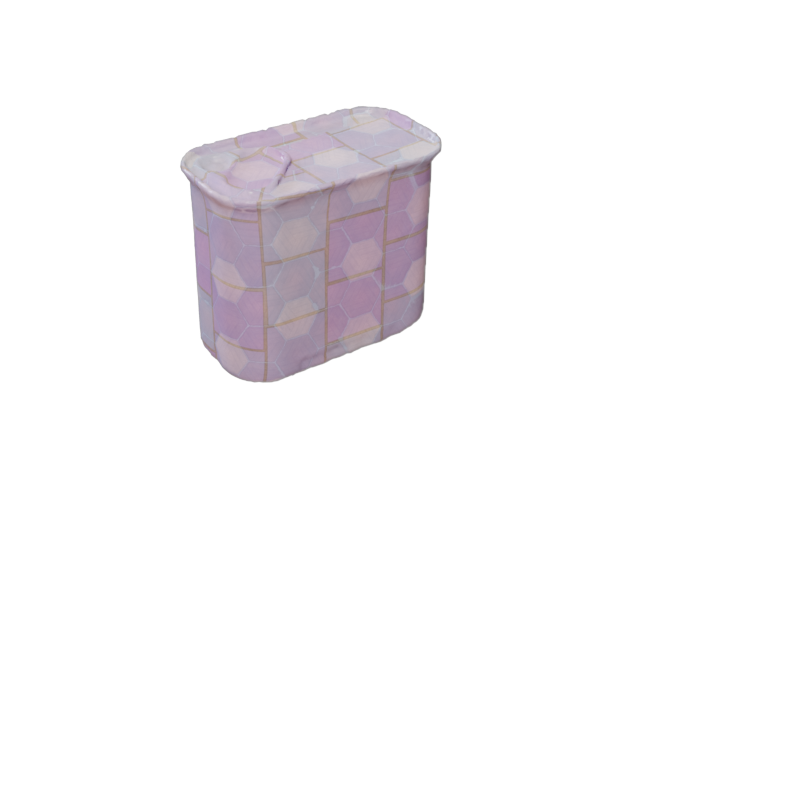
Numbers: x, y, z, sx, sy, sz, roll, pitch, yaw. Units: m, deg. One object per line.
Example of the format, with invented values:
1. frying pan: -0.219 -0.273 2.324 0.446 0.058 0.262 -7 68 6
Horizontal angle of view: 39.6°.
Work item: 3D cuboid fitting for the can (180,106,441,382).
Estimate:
1. can: -0.036 -0.065 0.454 0.101 0.079 0.062 -21 39 -29
